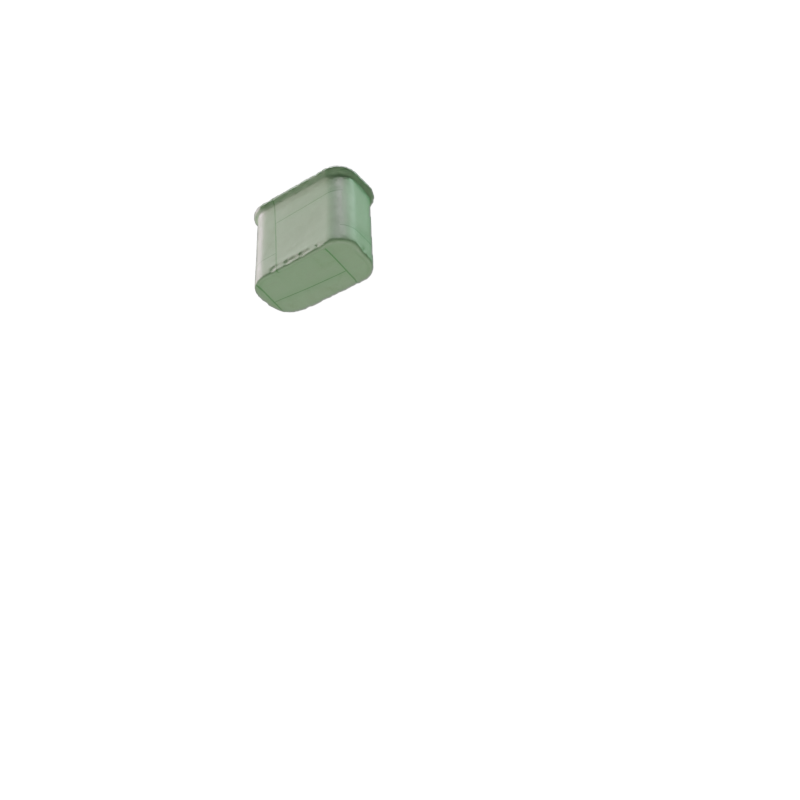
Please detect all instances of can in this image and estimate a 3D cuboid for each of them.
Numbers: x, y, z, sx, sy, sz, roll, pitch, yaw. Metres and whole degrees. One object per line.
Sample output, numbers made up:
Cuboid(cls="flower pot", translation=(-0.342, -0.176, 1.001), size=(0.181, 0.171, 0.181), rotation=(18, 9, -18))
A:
Cuboid(cls="can", translation=(-0.070, -0.128, 0.896), size=(0.102, 0.090, 0.053), rotation=(-25, -46, 25))
